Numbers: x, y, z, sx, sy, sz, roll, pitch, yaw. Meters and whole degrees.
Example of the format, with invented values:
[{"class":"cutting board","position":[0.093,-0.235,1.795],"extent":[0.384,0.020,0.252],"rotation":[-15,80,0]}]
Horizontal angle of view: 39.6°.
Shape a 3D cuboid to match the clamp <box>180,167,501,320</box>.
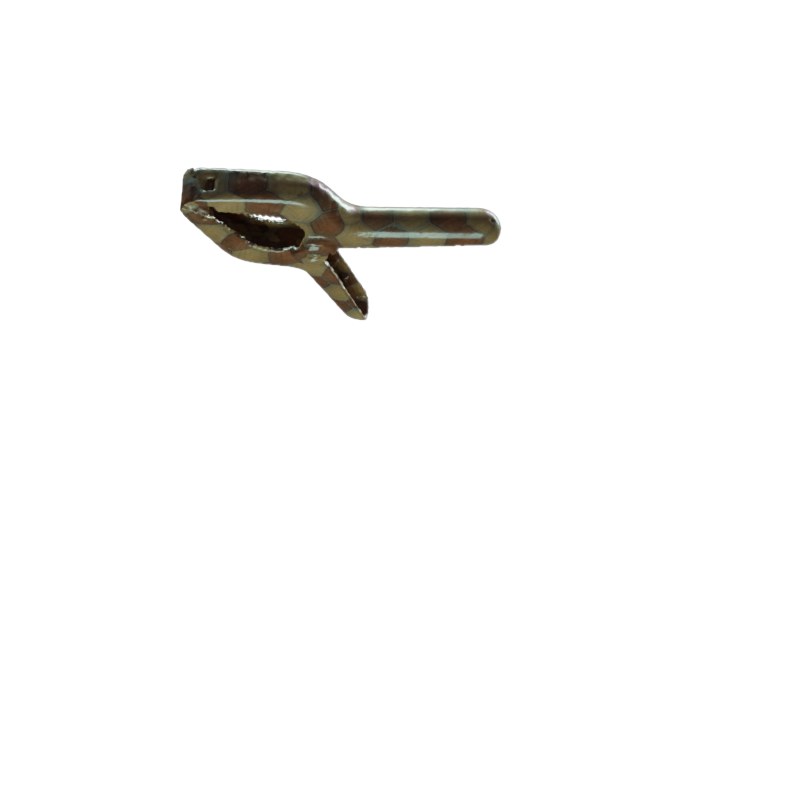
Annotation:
[{"class":"clamp","position":[-0.060,-0.110,0.770],"extent":[0.202,0.039,0.162],"rotation":[12,-27,-26]}]
